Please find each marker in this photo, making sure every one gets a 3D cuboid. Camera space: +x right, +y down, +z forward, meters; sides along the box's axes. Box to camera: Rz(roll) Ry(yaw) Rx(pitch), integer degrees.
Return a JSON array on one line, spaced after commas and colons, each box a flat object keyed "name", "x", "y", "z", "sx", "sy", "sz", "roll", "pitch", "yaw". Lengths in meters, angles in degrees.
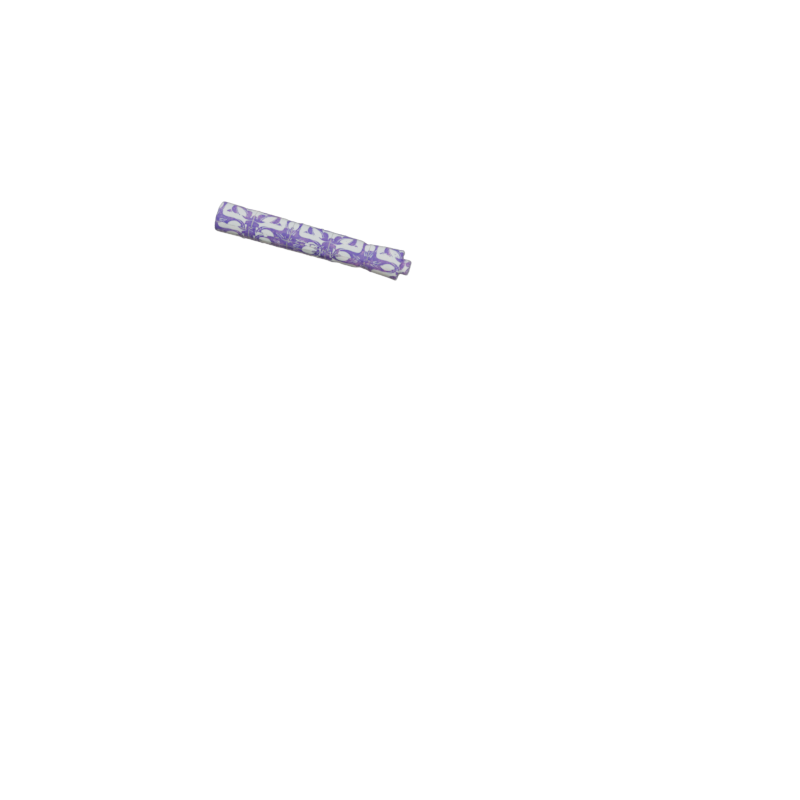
[{"name": "marker", "x": -0.053, "y": -0.096, "z": 0.672, "sx": 0.123, "sy": 0.020, "sz": 0.020, "roll": 16, "pitch": 5, "yaw": 7}]
